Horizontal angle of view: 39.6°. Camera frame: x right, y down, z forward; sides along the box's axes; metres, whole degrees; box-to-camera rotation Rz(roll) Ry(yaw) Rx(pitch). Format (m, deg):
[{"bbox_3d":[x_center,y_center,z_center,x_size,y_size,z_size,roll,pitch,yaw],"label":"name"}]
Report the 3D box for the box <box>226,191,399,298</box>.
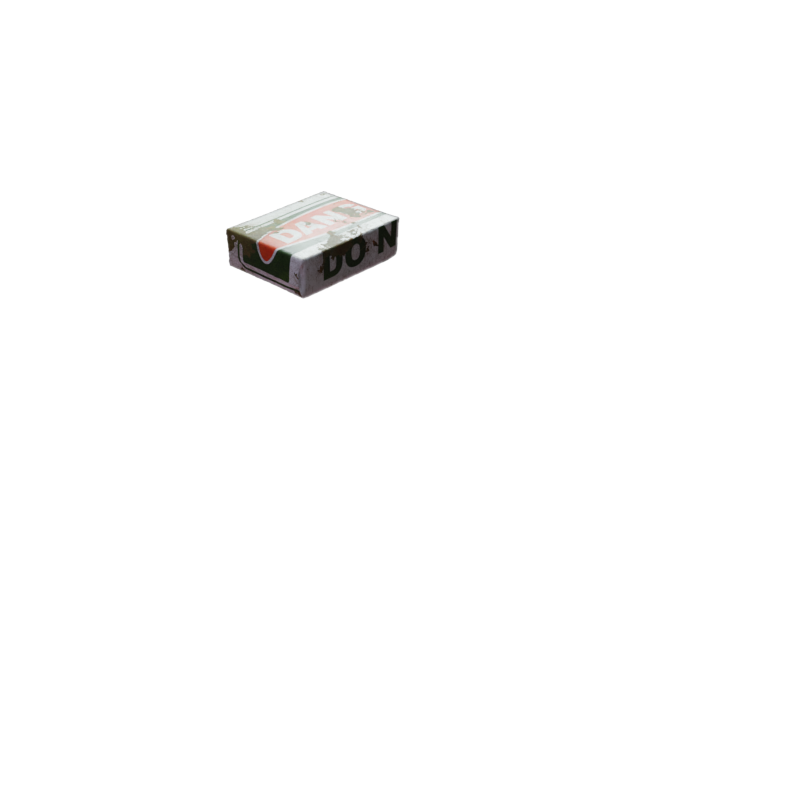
[{"bbox_3d":[-0.070,-0.128,0.898,0.096,0.037,0.113,25,38,37],"label":"box"}]
